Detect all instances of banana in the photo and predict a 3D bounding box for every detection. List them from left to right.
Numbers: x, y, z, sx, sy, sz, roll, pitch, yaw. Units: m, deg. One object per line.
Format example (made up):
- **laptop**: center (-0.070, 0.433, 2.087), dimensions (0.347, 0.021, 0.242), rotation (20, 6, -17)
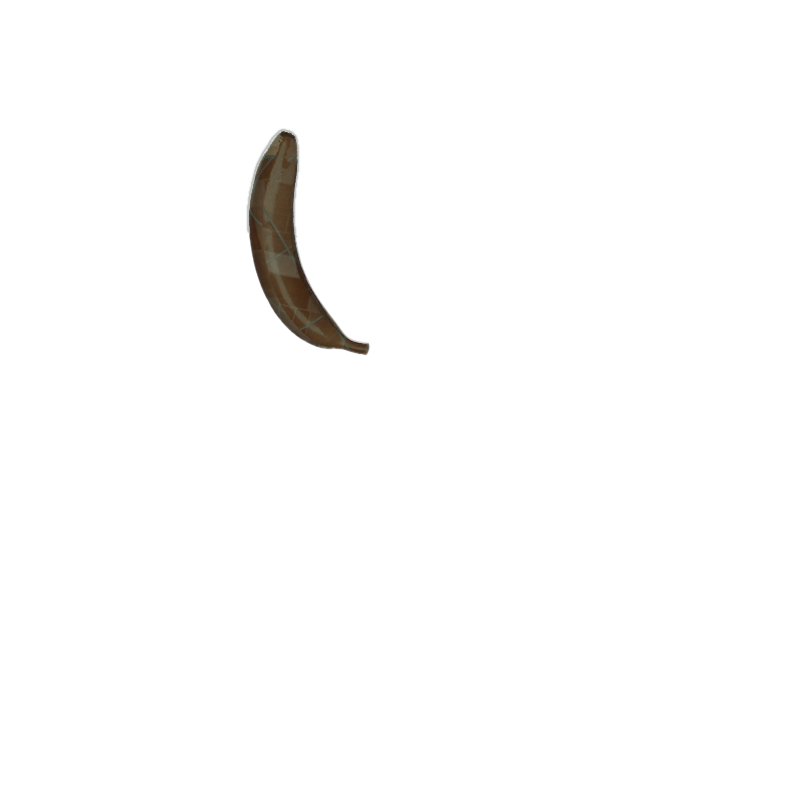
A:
- **banana**: center (-0.087, -0.120, 0.903), dimensions (0.070, 0.189, 0.038), rotation (-18, 17, 5)
